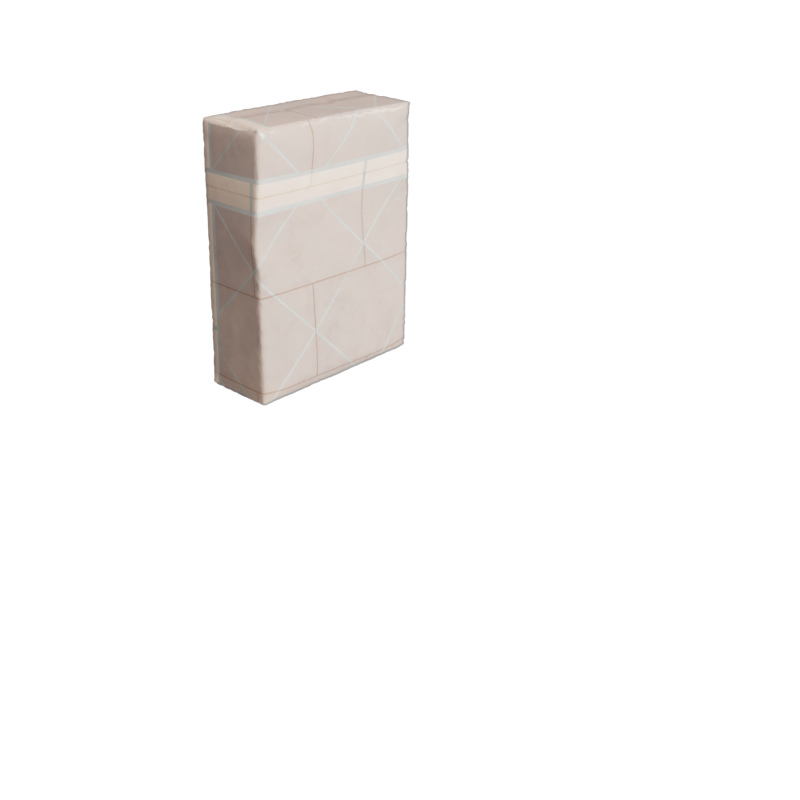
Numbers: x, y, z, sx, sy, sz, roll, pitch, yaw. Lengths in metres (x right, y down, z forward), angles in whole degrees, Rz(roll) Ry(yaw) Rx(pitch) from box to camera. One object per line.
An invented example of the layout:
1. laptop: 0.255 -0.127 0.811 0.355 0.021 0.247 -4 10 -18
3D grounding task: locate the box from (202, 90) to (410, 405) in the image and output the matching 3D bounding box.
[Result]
1. box: -0.068 -0.124 0.871 0.076 0.204 0.162 19 27 40
